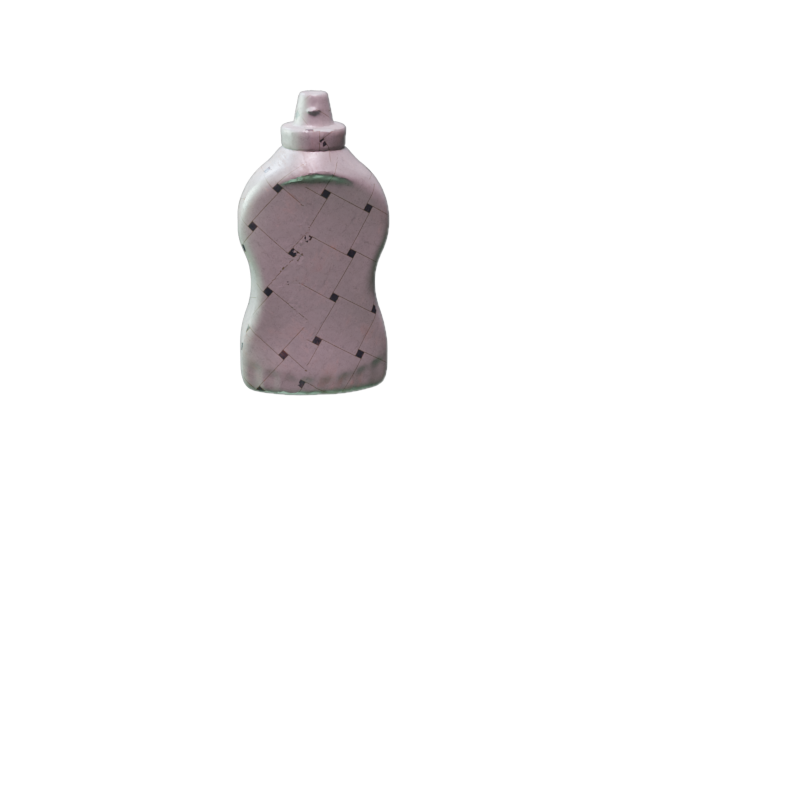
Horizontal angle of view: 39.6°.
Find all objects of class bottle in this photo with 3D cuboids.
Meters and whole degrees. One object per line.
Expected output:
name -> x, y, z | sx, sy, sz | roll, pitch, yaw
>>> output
bottle -> -0.055, -0.101, 0.707 | 0.095, 0.185, 0.061 | 0, 17, -5
